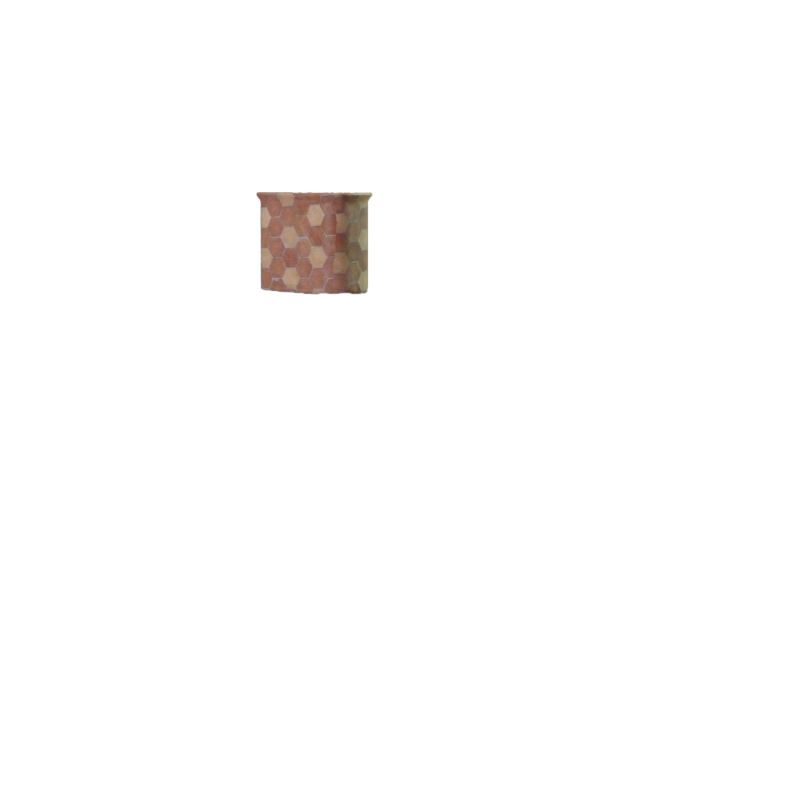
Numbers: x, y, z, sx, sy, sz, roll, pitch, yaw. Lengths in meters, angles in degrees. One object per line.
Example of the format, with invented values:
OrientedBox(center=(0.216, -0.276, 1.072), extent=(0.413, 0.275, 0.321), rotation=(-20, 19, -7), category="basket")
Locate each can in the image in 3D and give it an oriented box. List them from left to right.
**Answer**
OrientedBox(center=(-0.073, -0.133, 0.935), extent=(0.106, 0.083, 0.056), rotation=(7, 8, 40), category="can")
